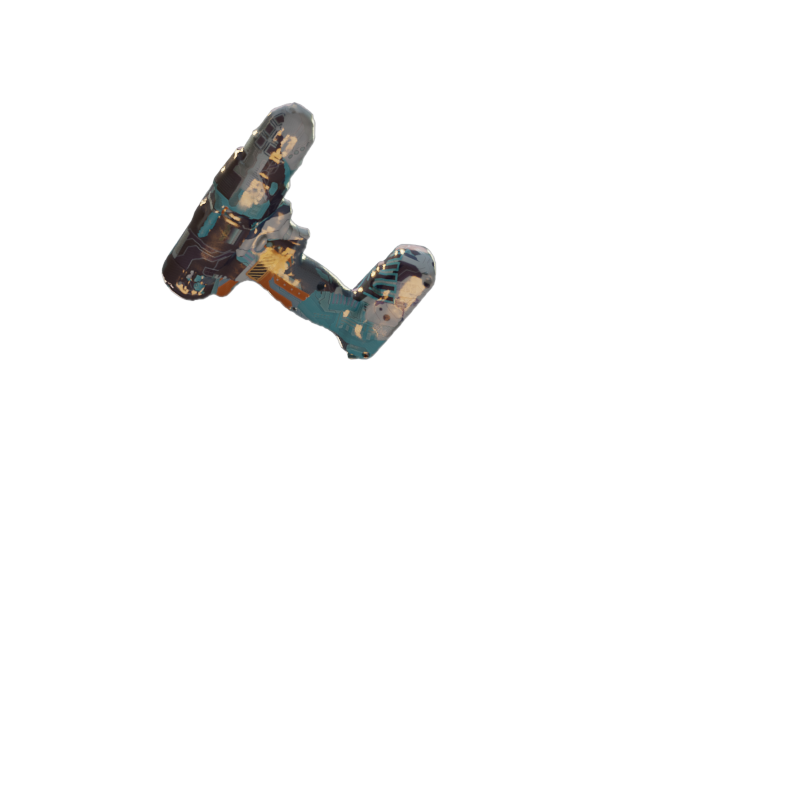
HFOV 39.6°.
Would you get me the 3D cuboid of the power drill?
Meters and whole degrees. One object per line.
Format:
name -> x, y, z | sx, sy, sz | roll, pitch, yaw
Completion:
power drill -> -0.068, -0.123, 0.864 | 0.180, 0.180, 0.061 | 29, 31, -20
